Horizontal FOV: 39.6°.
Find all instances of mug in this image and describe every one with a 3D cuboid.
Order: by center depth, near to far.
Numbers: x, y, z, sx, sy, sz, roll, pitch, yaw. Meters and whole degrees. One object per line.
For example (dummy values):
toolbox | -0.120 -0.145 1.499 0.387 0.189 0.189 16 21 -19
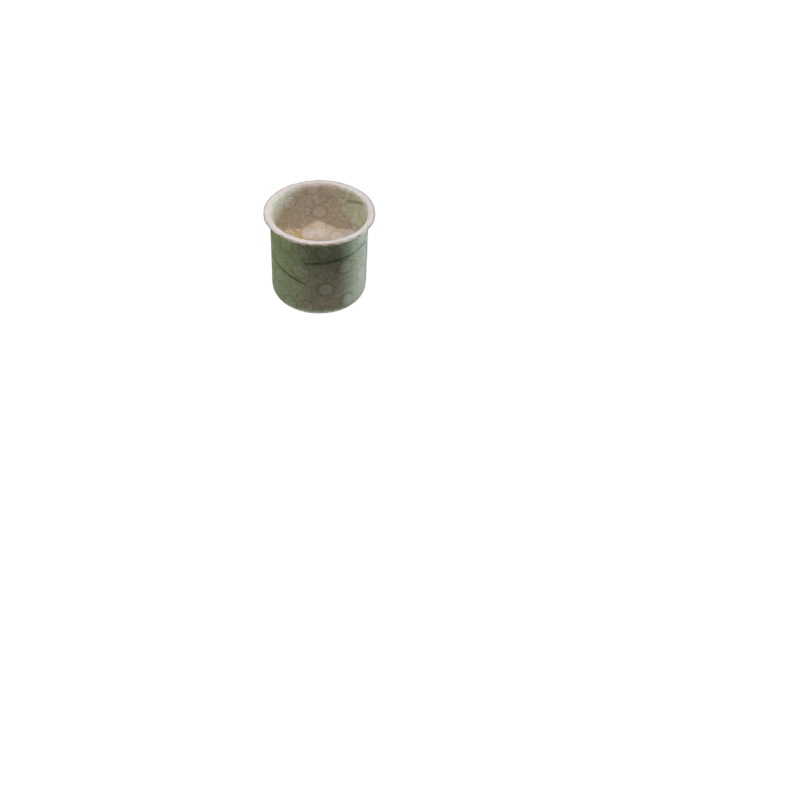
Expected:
mug | -0.074 -0.136 0.950 0.092 0.076 0.127 -17 44 -20
